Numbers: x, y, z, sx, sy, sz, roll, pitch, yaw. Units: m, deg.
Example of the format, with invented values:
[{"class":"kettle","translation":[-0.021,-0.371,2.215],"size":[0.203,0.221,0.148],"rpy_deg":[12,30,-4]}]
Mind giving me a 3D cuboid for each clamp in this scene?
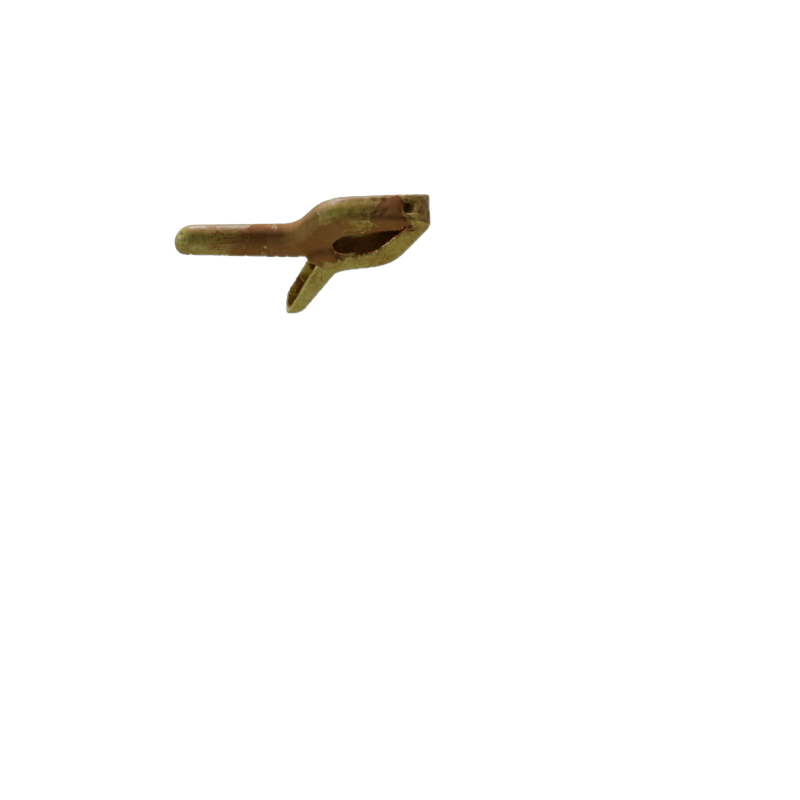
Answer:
[{"class":"clamp","translation":[-0.073,-0.132,0.927],"size":[0.212,0.038,0.154],"rpy_deg":[-17,-27,38]}]
